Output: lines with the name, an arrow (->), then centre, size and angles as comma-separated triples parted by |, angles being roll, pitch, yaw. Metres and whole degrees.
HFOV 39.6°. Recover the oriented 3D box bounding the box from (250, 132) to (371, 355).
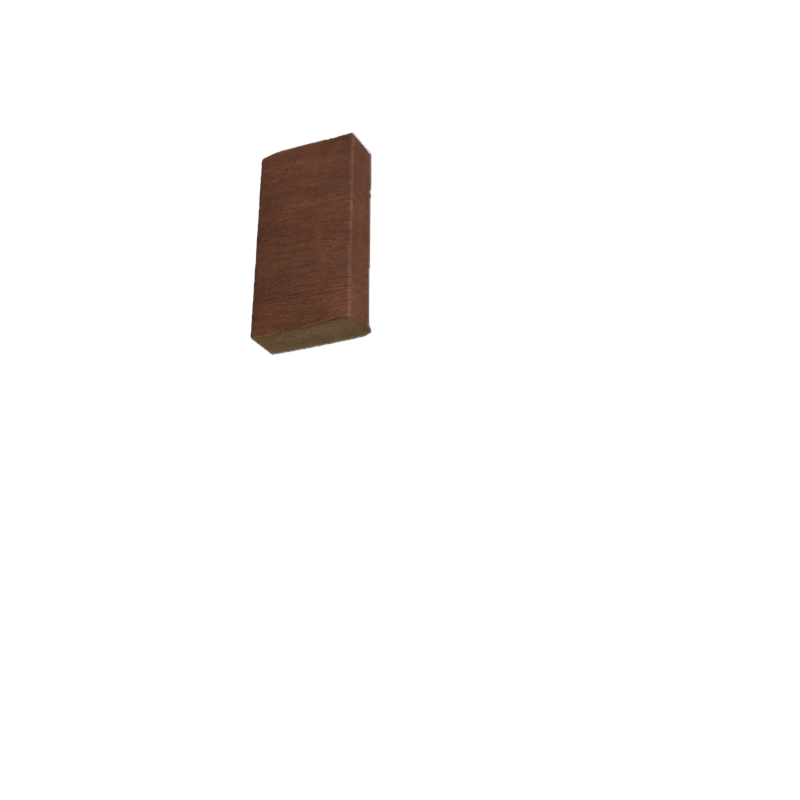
box -> -0.073, -0.132, 0.925 | 0.095, 0.187, 0.045 | -13, -27, 22
